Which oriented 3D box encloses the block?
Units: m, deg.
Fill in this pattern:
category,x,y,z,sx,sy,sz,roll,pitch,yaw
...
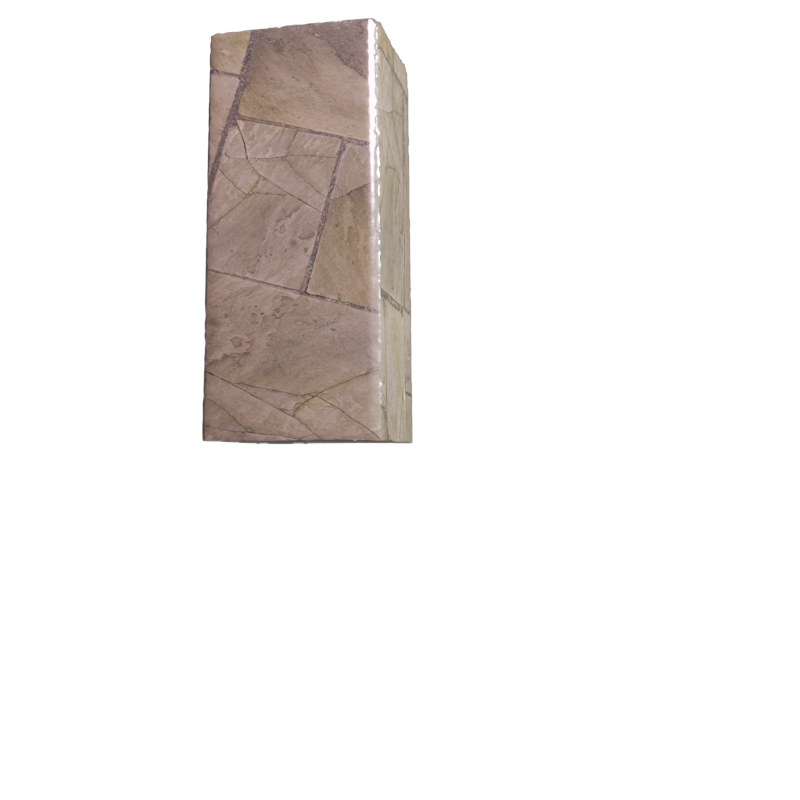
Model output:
category,x,y,z,sx,sy,sz,roll,pitch,yaw
block,-0.045,-0.083,0.578,0.092,0.211,0.087,-3,-10,12
